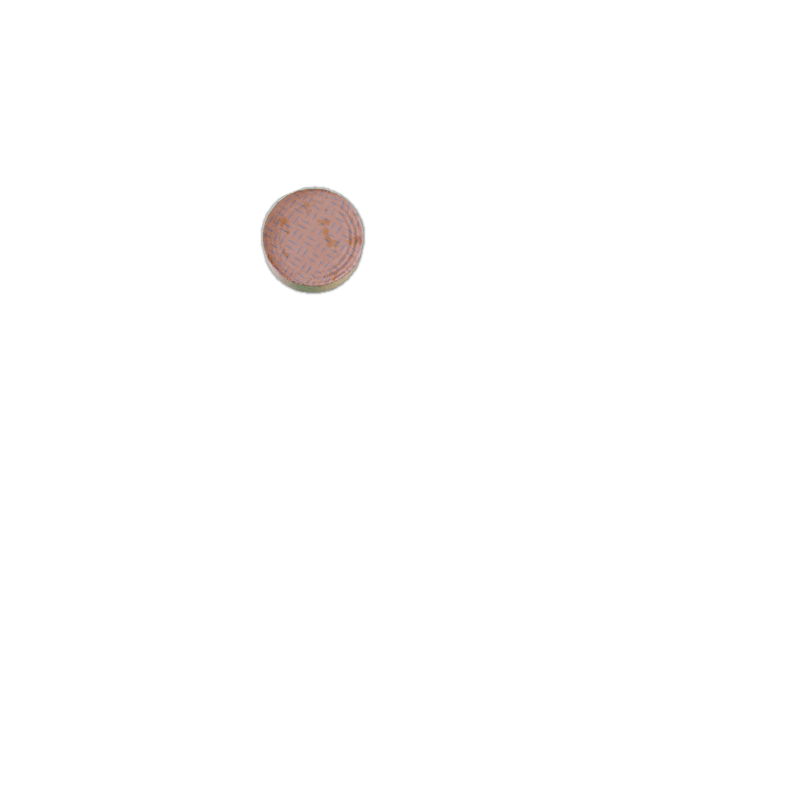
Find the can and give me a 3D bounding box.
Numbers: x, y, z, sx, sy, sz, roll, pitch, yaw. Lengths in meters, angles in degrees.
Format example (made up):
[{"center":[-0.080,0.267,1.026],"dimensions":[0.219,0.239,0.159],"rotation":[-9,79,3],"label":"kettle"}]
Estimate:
[{"center":[-0.073,-0.134,0.937],"dimensions":[0.086,0.089,0.032],"rotation":[0,-15,-1],"label":"can"}]
